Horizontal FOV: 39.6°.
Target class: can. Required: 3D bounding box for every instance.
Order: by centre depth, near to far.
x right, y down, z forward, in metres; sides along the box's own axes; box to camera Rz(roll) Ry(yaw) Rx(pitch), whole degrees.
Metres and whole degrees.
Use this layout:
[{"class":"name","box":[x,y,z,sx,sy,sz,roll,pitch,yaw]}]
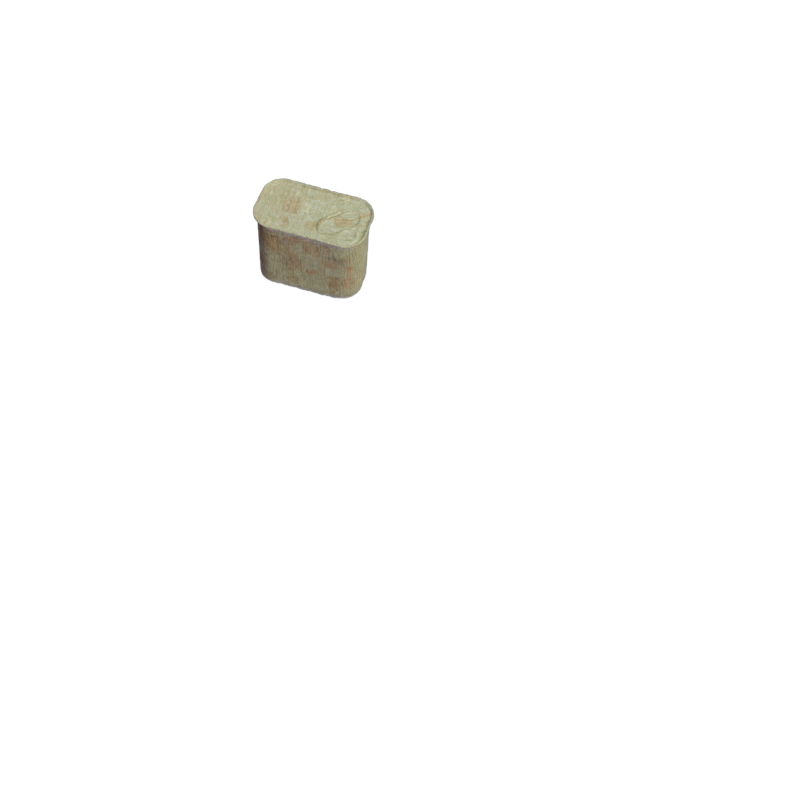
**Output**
[{"class":"can","box":[-0.077,-0.141,0.984,0.104,0.060,0.078,16,-34,10]}]
